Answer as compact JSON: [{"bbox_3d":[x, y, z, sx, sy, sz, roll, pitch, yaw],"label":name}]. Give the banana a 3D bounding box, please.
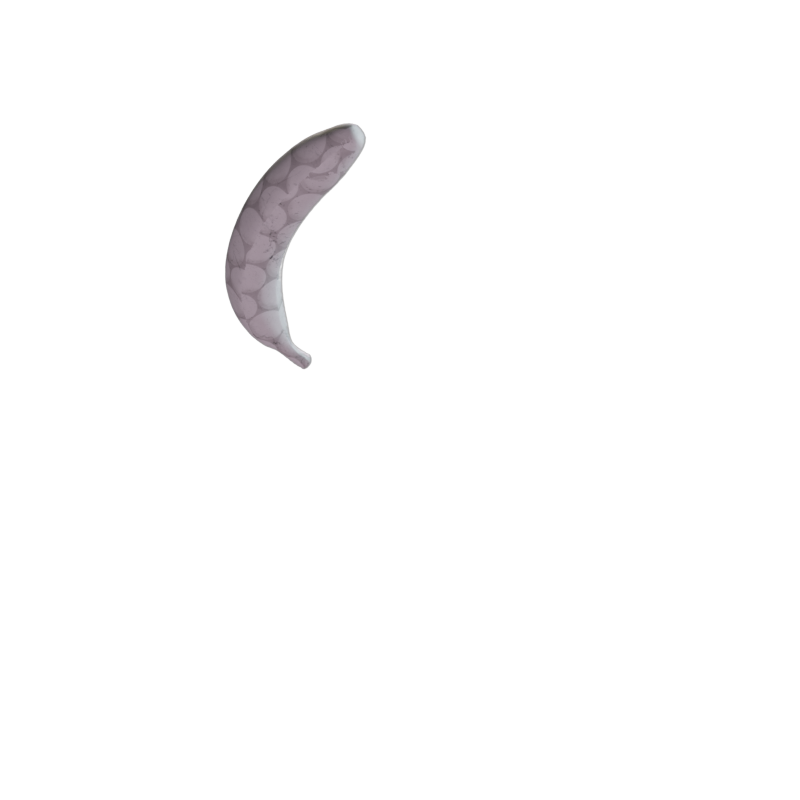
[{"bbox_3d":[-0.074,-0.101,0.709,0.069,0.039,0.187,9,-46,-10],"label":"banana"}]
